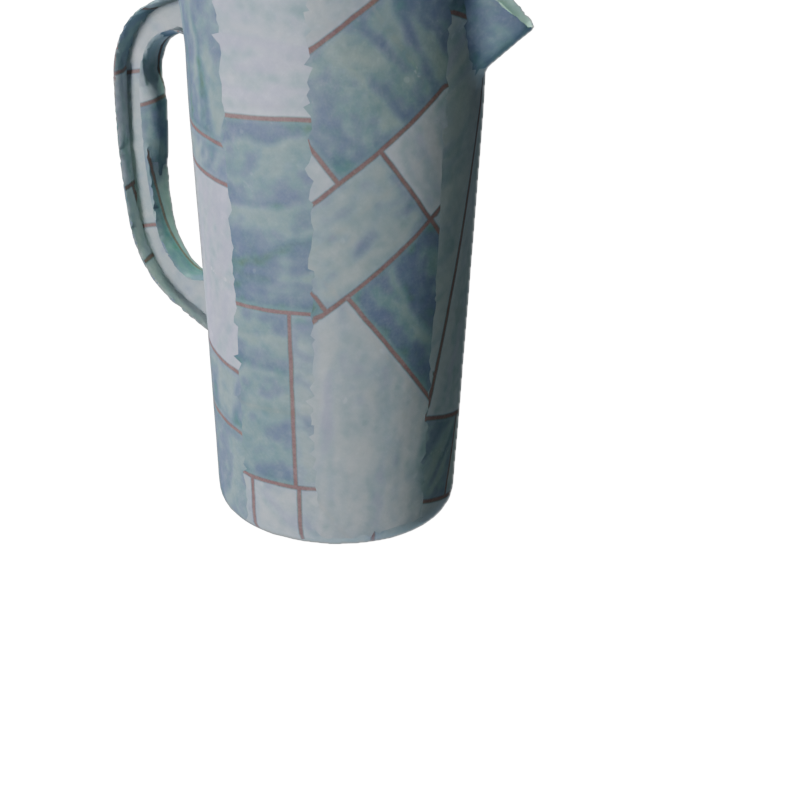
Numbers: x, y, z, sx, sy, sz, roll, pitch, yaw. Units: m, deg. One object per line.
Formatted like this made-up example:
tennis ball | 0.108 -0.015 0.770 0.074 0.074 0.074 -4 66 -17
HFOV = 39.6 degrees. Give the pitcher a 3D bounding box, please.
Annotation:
pitcher | -0.039 -0.070 0.493 0.141 0.235 0.158 -6 17 -25
